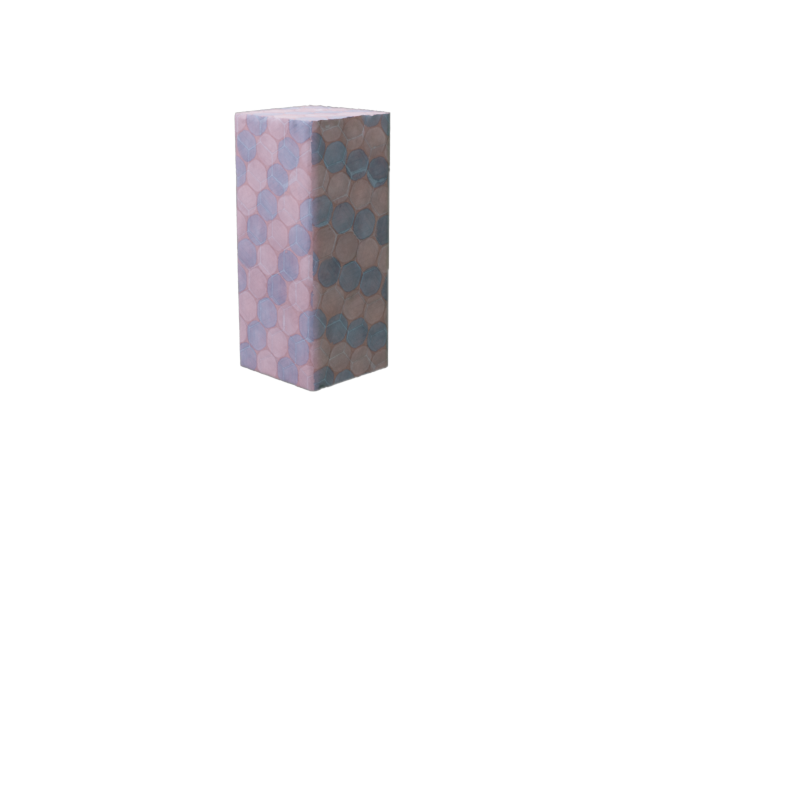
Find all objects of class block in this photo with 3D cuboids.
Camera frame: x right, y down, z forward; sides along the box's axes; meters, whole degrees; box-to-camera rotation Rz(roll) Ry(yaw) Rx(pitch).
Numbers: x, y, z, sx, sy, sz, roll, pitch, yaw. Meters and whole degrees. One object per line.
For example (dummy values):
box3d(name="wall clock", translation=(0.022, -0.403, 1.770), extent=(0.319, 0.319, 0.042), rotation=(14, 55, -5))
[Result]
box3d(name="block", translation=(-0.069, -0.125, 0.877), extent=(0.096, 0.200, 0.088), rotation=(14, 19, 42))
